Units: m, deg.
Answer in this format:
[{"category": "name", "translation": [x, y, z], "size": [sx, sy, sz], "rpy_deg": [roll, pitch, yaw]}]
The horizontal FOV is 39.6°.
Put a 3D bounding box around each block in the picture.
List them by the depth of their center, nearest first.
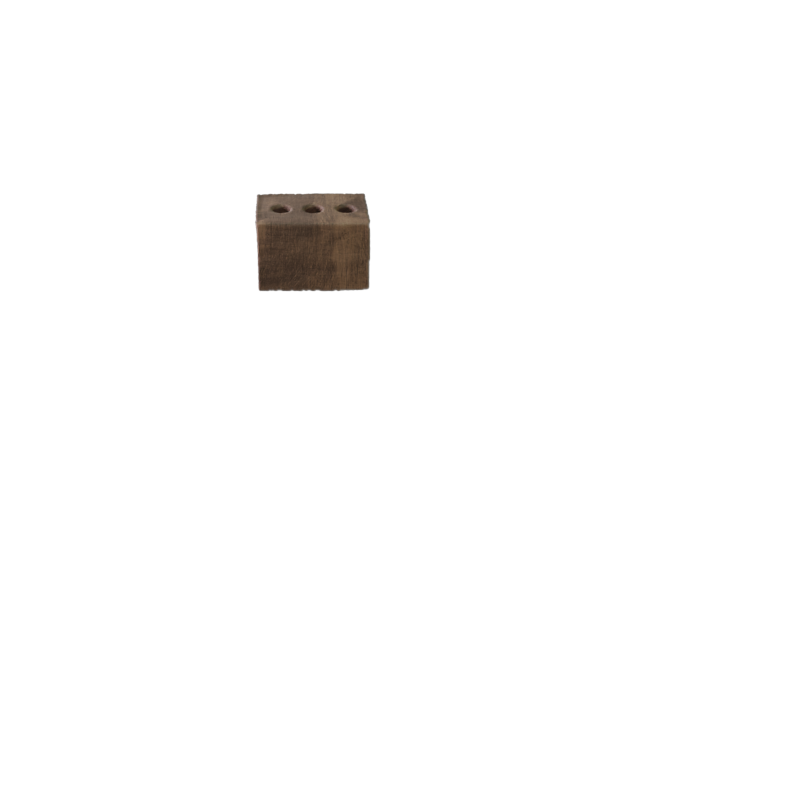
[{"category": "block", "translation": [-0.059, -0.108, 0.760], "size": [0.078, 0.048, 0.056], "rpy_deg": [-1, 29, -3]}]
